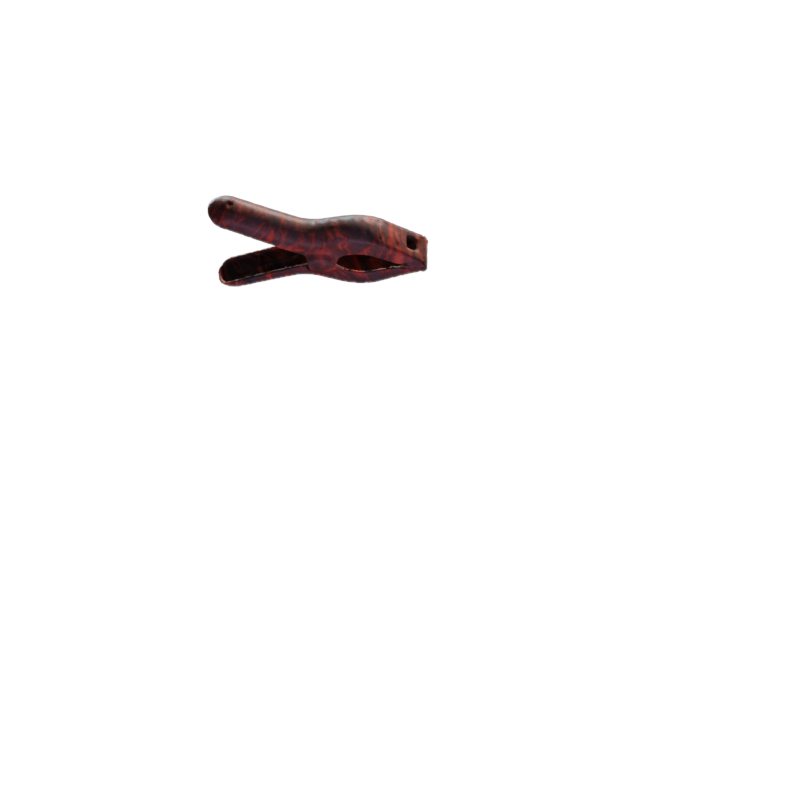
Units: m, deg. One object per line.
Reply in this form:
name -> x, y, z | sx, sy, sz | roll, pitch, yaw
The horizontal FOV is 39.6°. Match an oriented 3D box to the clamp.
clamp -> -0.066, -0.120, 0.844 | 0.173, 0.041, 0.114 | -2, -16, 7
